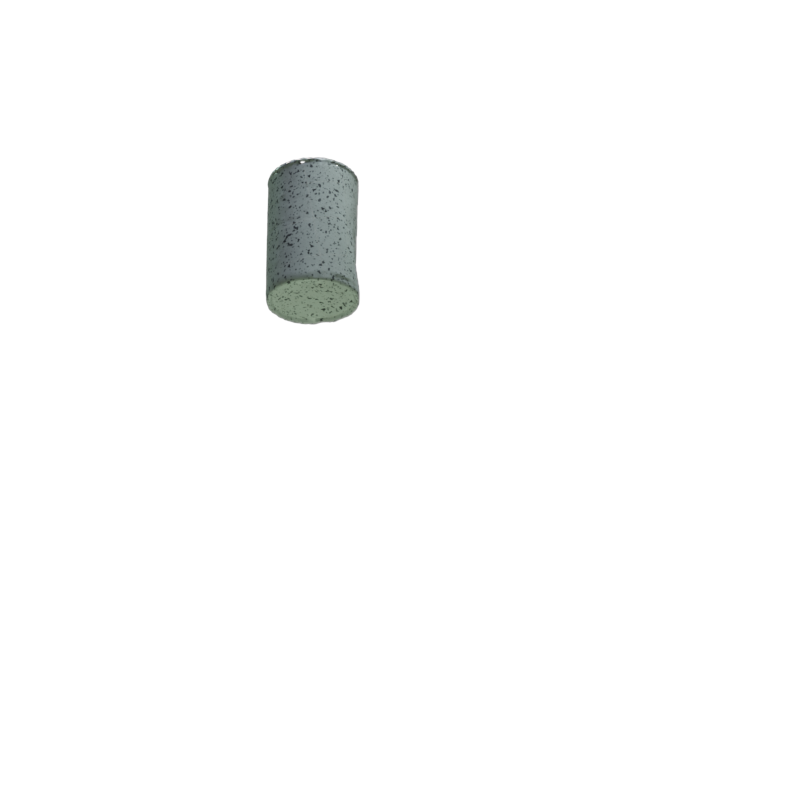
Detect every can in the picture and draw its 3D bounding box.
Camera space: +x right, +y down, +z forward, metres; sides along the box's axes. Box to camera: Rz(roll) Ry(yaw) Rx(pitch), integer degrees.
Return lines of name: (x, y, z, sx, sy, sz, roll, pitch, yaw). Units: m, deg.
can: (-0.062, -0.114, 0.798, 0.068, 0.109, 0.064, 0, -29, -2)
